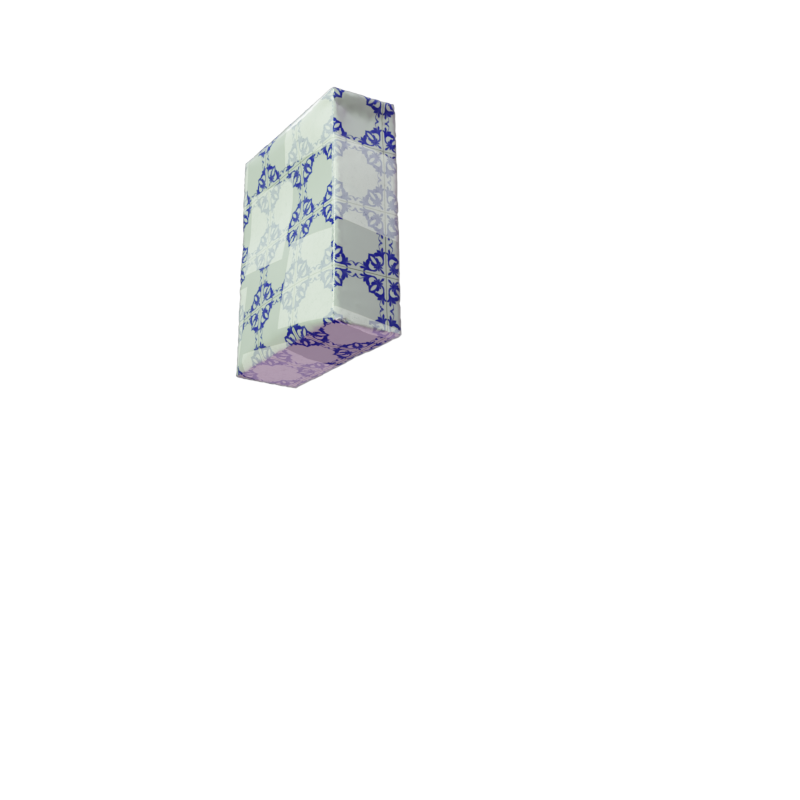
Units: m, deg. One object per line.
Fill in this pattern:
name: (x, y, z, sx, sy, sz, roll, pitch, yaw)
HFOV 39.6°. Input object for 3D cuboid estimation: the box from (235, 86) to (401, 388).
box: (-0.075, -0.136, 0.952, 0.068, 0.225, 0.164, 14, -26, -32)
